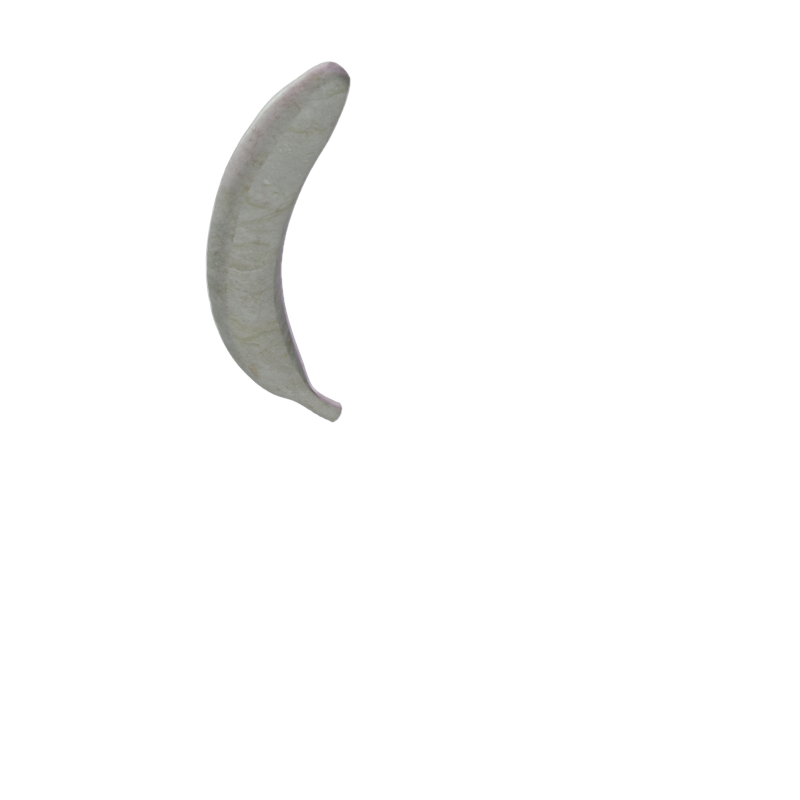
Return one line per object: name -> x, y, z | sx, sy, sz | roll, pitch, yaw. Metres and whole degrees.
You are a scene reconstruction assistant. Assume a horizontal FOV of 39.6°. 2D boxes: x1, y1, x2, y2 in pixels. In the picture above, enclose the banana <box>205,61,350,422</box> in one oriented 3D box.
banana -> -0.061, -0.074, 0.542 | 0.069, 0.185, 0.039 | 1, 34, -2
